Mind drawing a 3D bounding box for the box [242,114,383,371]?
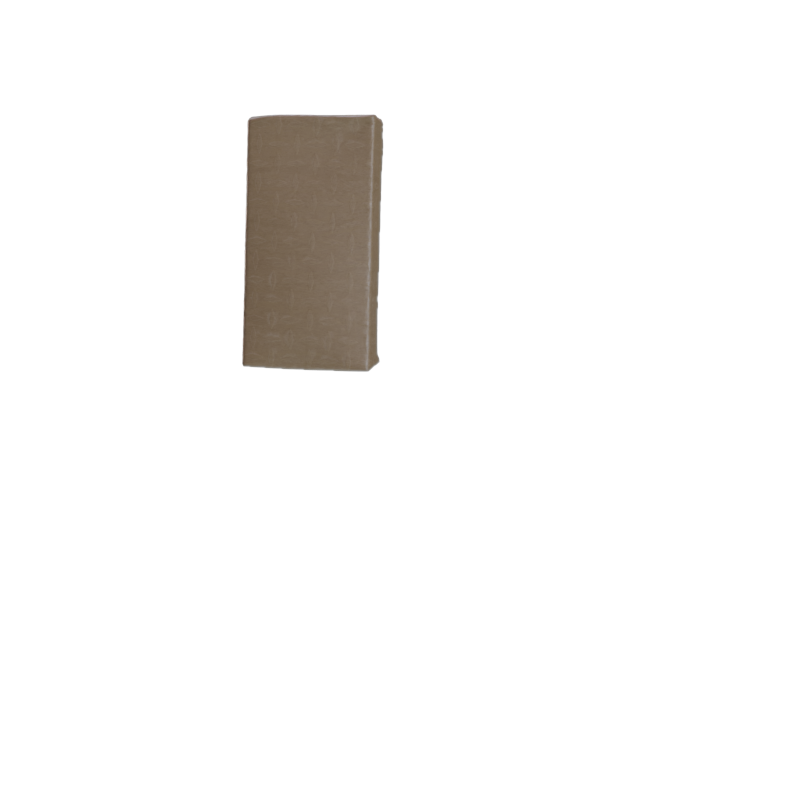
[{"bbox_3d":[-0.061,-0.111,0.778,0.095,0.175,0.048,1,3,11],"label":"box"}]
